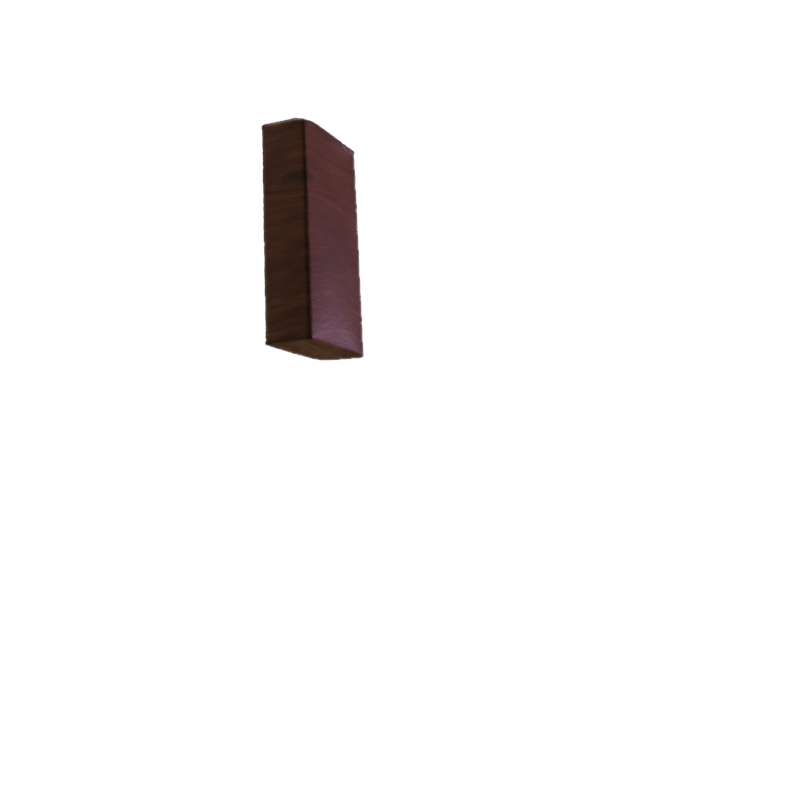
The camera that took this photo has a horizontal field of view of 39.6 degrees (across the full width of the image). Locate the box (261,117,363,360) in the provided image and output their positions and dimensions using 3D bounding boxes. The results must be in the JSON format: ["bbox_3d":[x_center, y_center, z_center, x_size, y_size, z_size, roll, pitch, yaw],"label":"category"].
[{"bbox_3d":[-0.068,-0.124,0.868,0.049,0.182,0.088,-8,-15,24],"label":"box"}]
